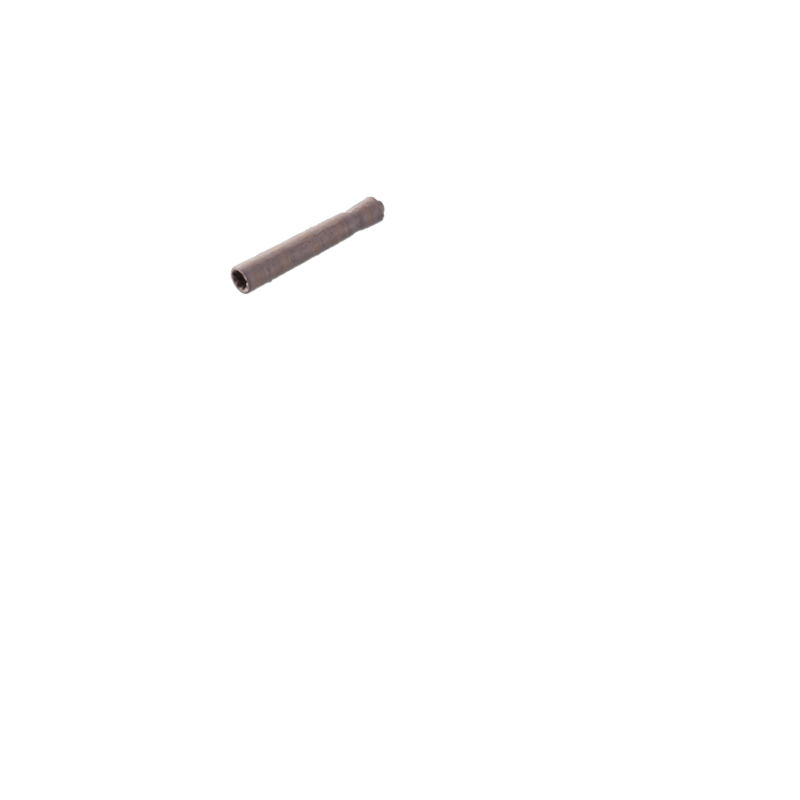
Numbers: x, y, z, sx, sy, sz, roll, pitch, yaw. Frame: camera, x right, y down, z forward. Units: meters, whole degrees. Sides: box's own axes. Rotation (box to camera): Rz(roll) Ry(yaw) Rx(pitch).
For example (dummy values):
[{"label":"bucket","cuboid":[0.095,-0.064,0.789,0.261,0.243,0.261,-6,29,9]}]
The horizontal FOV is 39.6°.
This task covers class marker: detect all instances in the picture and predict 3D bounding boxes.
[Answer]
[{"label":"marker","cuboid":[-0.055,-0.101,0.706,0.121,0.019,0.021,-34,23,-33]}]
